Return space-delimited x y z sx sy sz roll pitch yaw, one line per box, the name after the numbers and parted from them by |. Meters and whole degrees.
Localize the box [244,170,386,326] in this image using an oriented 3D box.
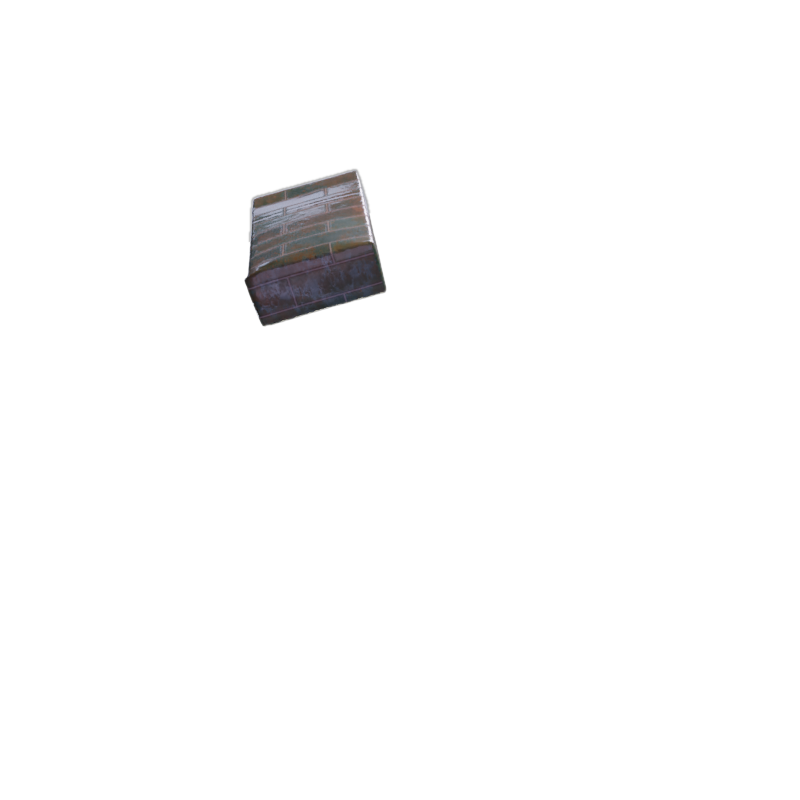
-0.065 -0.119 0.837 0.093 0.045 0.185 -15 25 3 | box
